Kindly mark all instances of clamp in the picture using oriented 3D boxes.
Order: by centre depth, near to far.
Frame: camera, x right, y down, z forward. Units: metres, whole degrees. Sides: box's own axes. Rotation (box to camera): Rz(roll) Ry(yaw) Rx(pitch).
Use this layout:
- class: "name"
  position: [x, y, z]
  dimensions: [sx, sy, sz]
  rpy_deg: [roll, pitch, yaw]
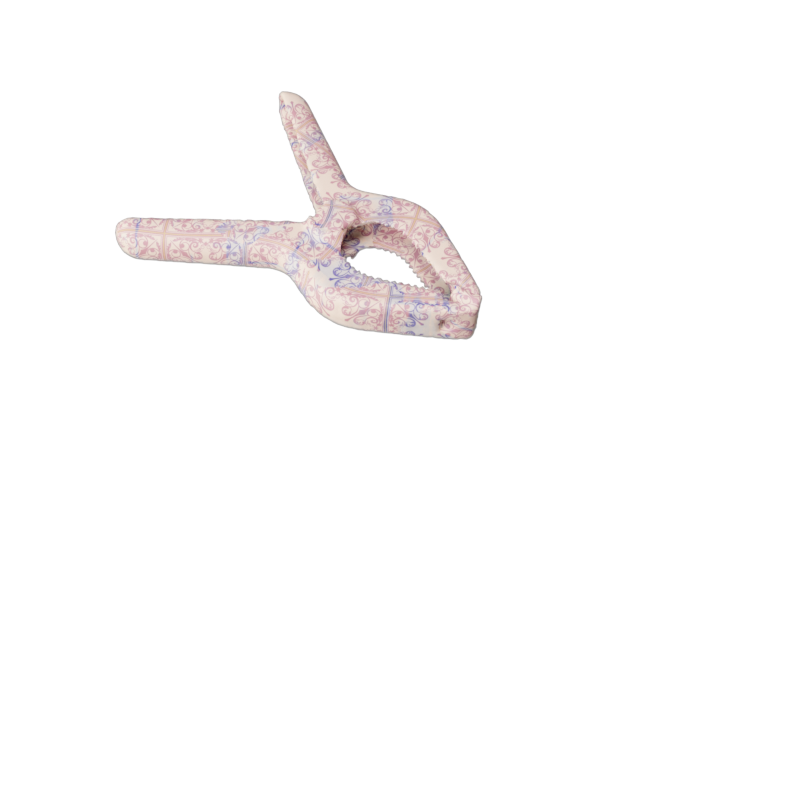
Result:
- class: "clamp"
  position: [-0.051, -0.093, 0.649]
  dimensions: [0.223, 0.034, 0.166]
  rpy_deg: [37, 60, 25]
